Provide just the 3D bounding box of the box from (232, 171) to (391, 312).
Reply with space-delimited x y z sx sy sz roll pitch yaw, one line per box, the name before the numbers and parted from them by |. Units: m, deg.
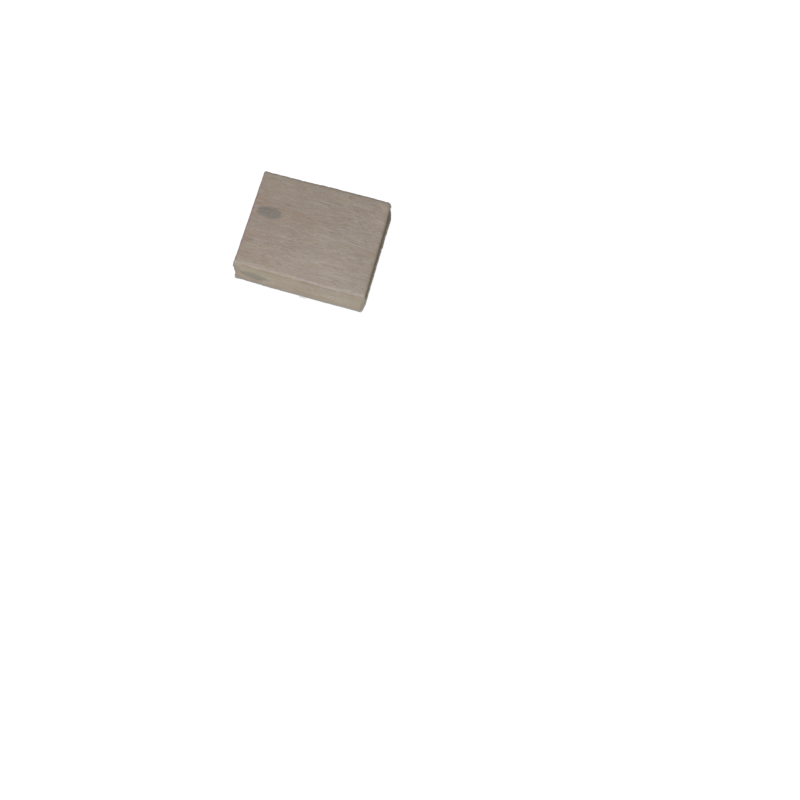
box | -0.072 -0.131 0.917 0.115 0.094 0.037 13 -25 6
